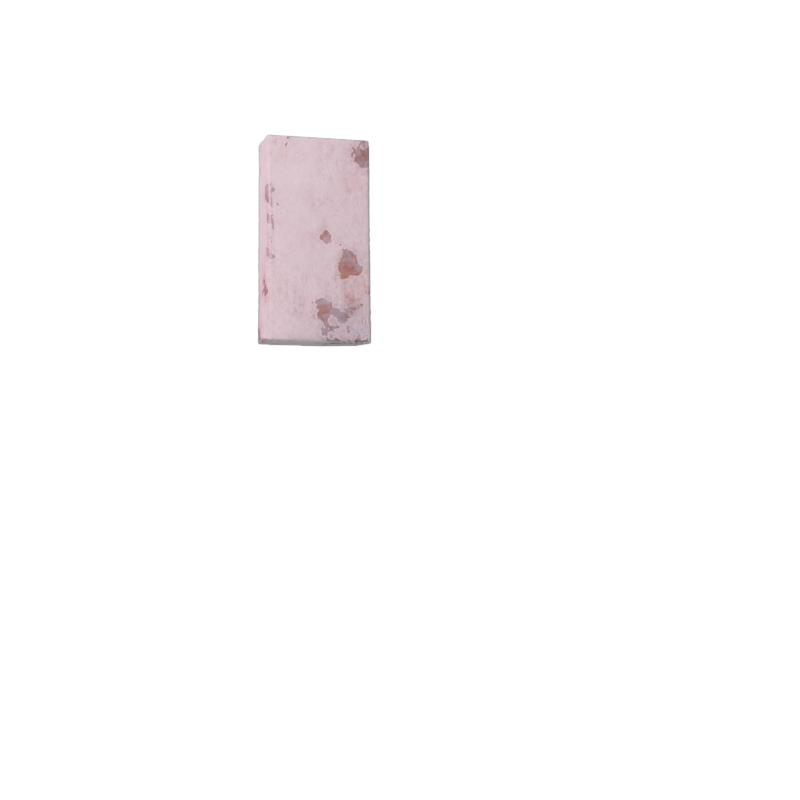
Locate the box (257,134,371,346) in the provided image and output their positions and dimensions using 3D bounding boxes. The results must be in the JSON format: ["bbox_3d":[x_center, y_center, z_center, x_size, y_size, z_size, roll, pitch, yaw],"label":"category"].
[{"bbox_3d":[-0.074,-0.136,0.951,0.091,0.181,0.048,2,-10,-16],"label":"box"}]
